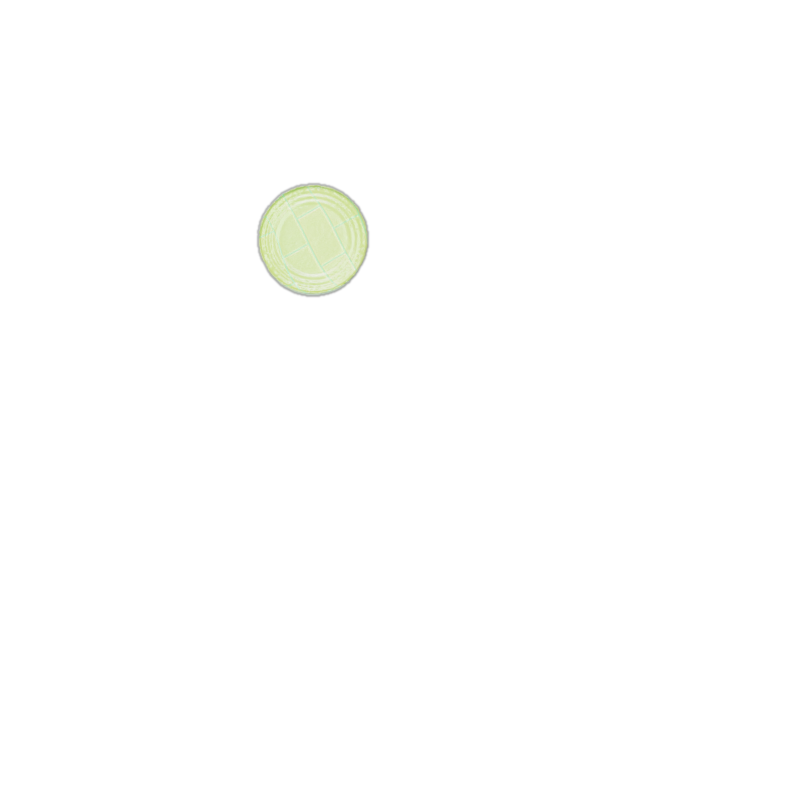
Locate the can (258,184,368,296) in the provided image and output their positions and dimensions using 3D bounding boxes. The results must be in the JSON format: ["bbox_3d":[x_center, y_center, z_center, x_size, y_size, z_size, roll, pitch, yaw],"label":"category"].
[{"bbox_3d":[-0.068,-0.125,0.874,0.086,0.088,0.033,0,-7,-1],"label":"can"}]
